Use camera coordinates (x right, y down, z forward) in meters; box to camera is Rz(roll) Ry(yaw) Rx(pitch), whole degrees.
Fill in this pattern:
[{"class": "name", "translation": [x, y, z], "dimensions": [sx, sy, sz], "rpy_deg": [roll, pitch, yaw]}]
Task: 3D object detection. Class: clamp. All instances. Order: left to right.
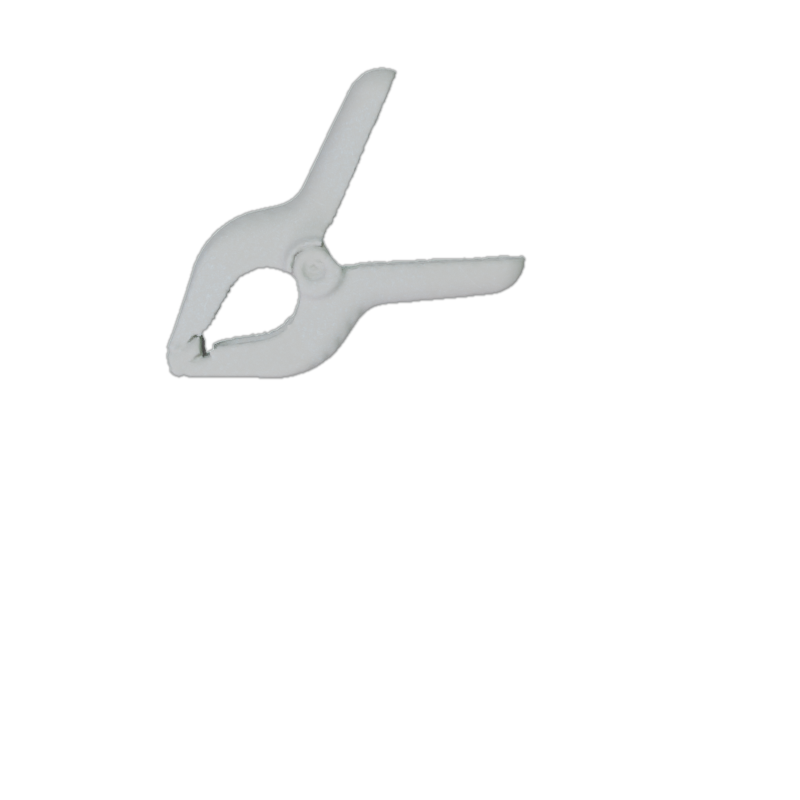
[{"class": "clamp", "translation": [-0.041, -0.075, 0.522], "dimensions": [0.171, 0.122, 0.039], "rpy_deg": [-26, -5, -3]}]
